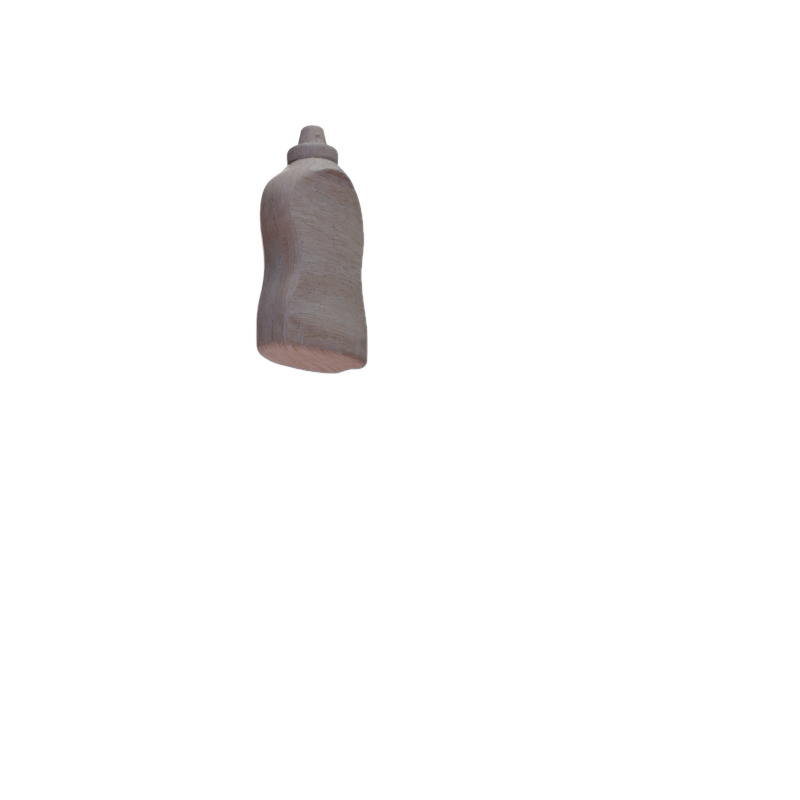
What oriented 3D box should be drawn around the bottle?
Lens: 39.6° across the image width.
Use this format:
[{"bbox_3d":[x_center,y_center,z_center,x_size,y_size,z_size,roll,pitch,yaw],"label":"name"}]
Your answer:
[{"bbox_3d":[-0.067,-0.122,0.855,0.059,0.200,0.090,-17,-23,39],"label":"bottle"}]
